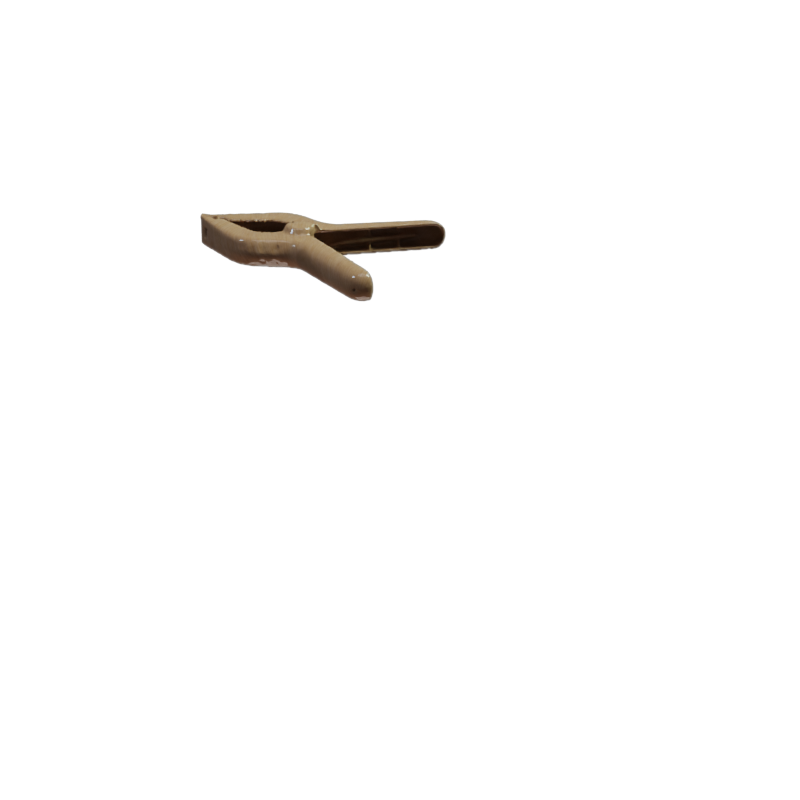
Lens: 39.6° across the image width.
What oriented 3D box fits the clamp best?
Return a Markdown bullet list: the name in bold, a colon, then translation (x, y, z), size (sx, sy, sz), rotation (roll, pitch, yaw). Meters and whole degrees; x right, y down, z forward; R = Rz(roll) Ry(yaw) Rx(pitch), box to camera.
- **clamp**: translation (-0.075, -0.136, 0.954), size (0.220, 0.035, 0.164), rotation (15, 28, 30)
